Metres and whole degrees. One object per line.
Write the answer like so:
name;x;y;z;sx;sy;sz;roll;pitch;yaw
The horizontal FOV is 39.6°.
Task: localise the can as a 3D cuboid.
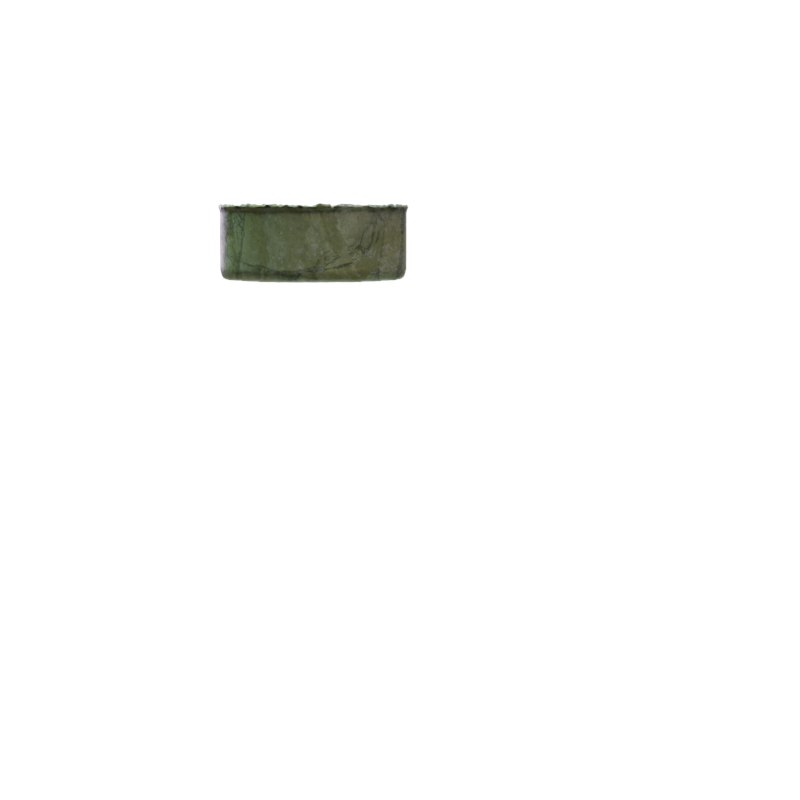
can;-0.039;-0.072;0.503;0.086;0.033;0.087;0;8;-2
